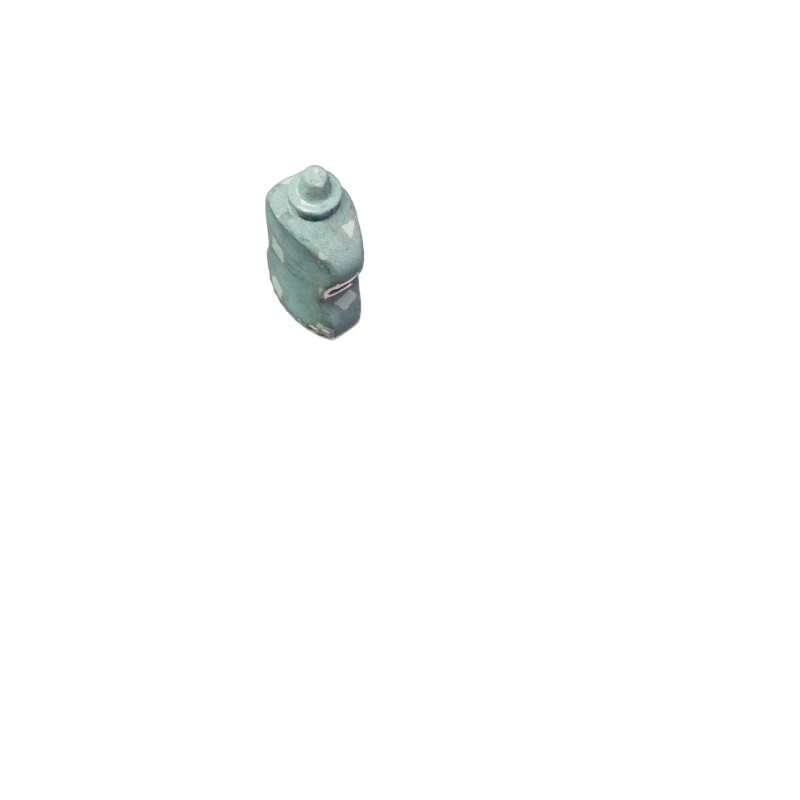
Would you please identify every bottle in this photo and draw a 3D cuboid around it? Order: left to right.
[{"bbox_3d":[-0.069,-0.127,0.886,0.058,0.101,0.181,-33,-19,-17],"label":"bottle"}]
